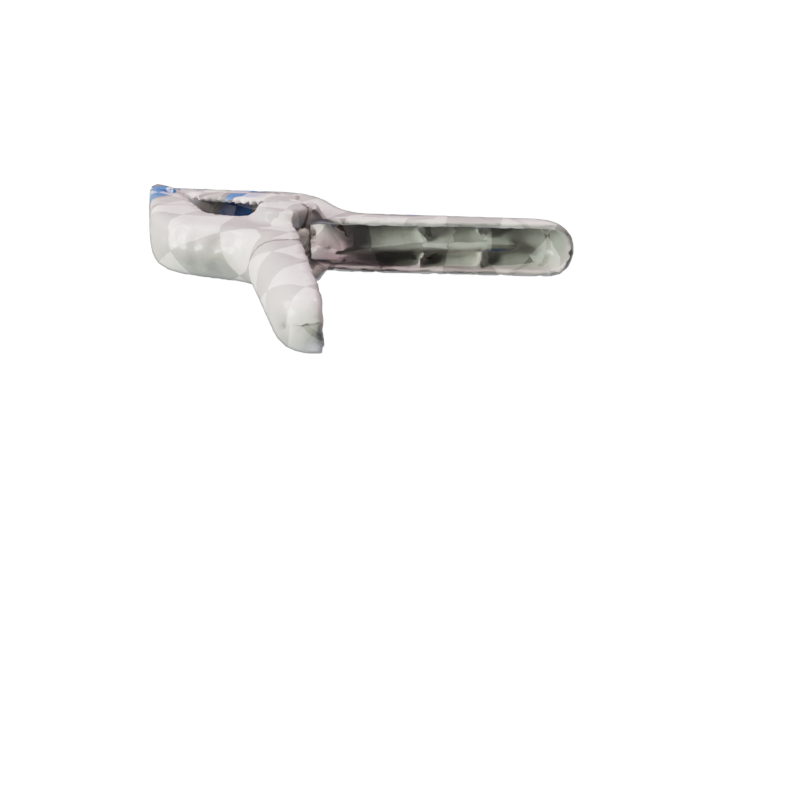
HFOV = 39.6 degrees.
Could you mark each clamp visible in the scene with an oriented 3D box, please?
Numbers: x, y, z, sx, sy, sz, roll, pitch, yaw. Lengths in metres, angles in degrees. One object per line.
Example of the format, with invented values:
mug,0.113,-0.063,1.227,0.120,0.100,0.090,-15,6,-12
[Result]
clamp,-0.040,-0.073,0.509,0.161,0.035,0.223,-15,25,-36
